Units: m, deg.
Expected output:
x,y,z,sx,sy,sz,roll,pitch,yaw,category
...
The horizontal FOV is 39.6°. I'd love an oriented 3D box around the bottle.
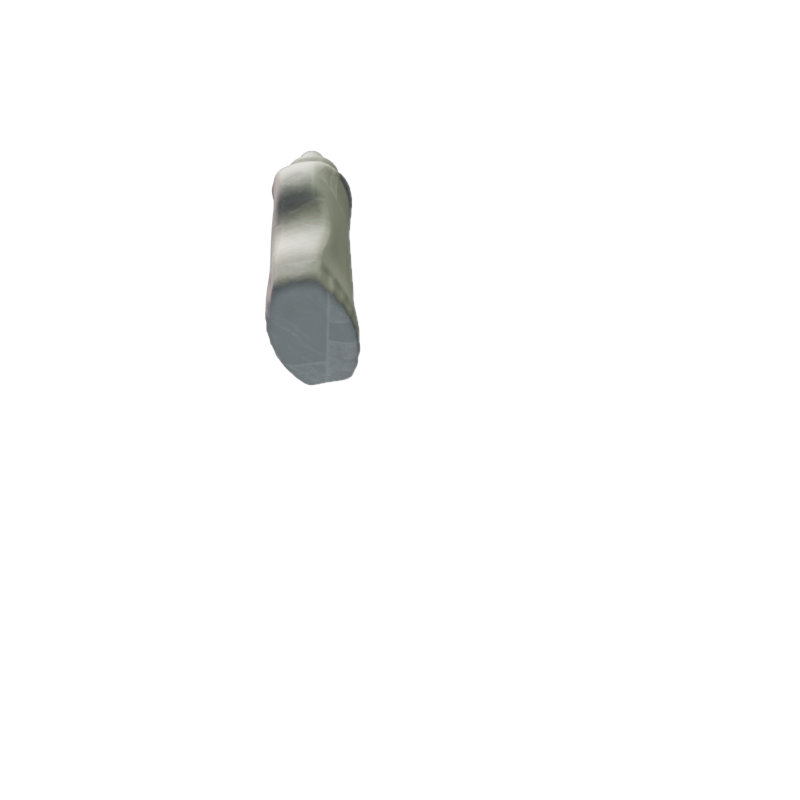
x,y,z,sx,sy,sz,roll,pitch,yaw,category
-0.061,-0.111,0.779,0.059,0.206,0.089,-12,-45,8,bottle
